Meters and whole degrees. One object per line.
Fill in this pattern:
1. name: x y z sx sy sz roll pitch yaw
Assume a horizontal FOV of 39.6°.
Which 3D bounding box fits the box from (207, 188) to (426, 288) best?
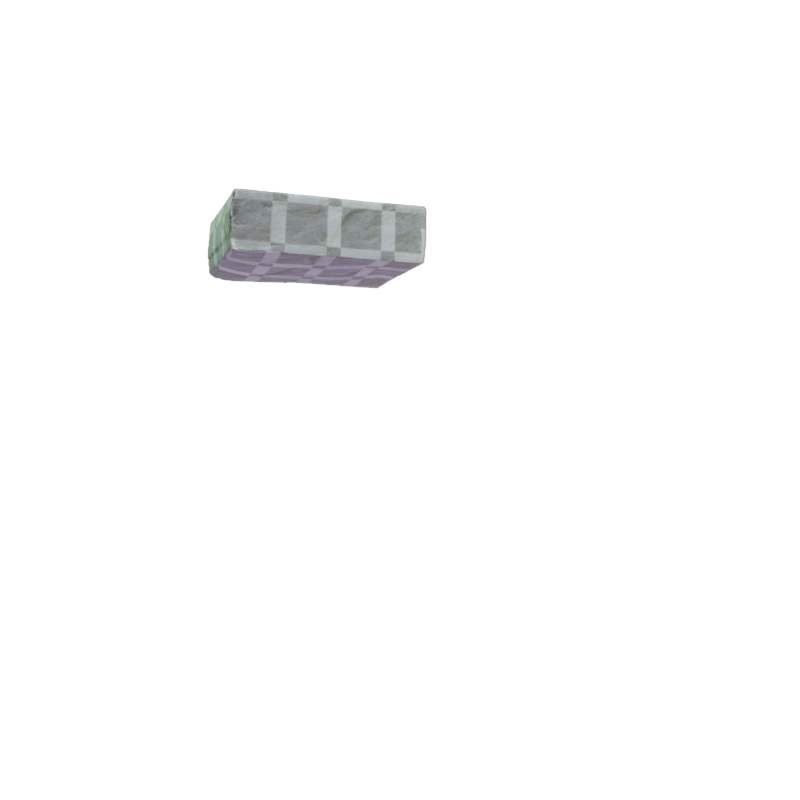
1. box: -0.051 -0.093 0.649 0.111 0.040 0.090 1 -6 -15
